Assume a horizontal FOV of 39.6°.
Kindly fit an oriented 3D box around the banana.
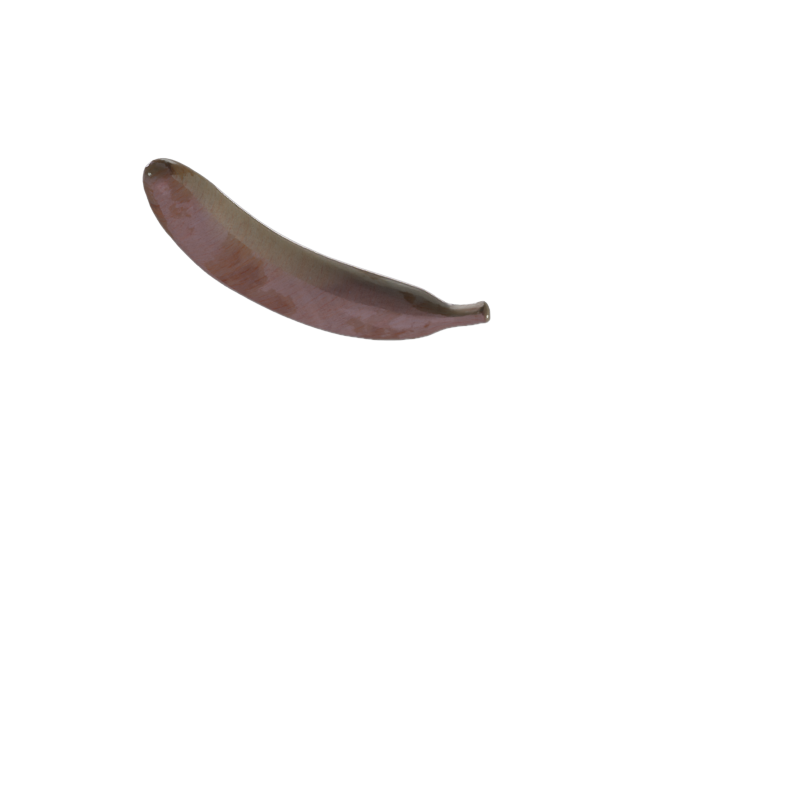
[{"bbox_3d":[-0.051,-0.069,0.560,0.188,0.039,0.068,19,-38,-27],"label":"banana"}]
